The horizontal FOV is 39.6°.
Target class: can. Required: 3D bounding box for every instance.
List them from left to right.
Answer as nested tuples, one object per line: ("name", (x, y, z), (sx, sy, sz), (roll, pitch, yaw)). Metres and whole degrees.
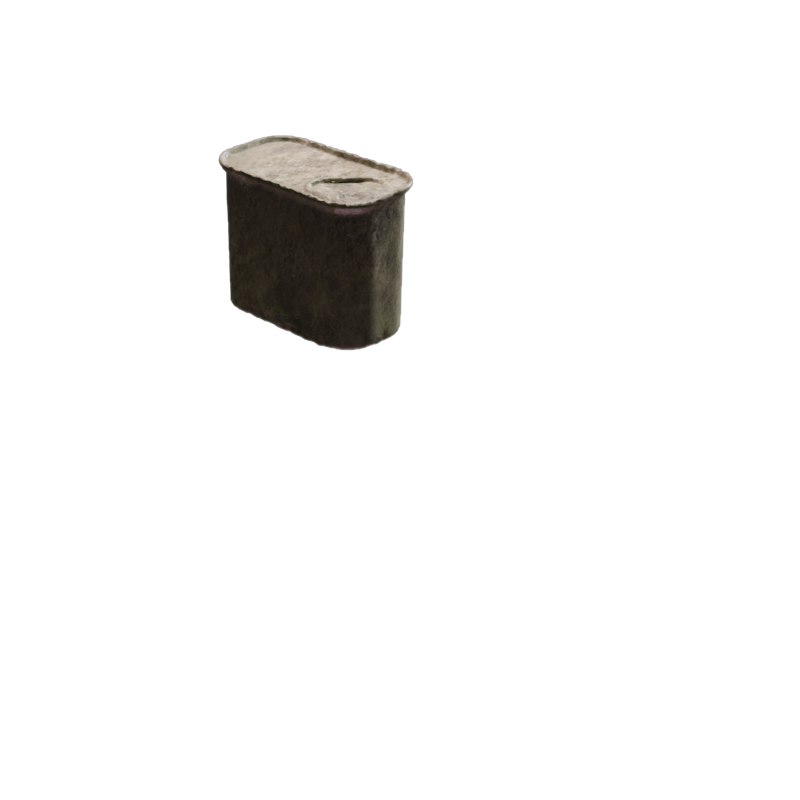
("can", (-0.045, -0.082, 0.573), (0.108, 0.079, 0.057), (24, 35, 35))
